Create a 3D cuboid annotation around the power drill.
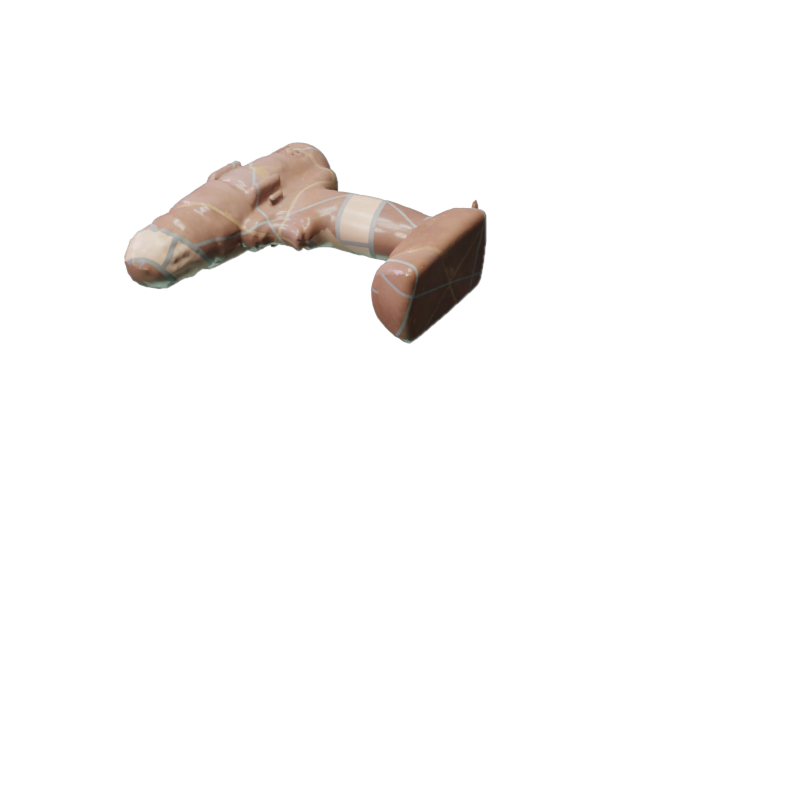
[{"bbox_3d":[-0.055,-0.100,0.703,0.198,0.054,0.187,22,42,27],"label":"power drill"}]
